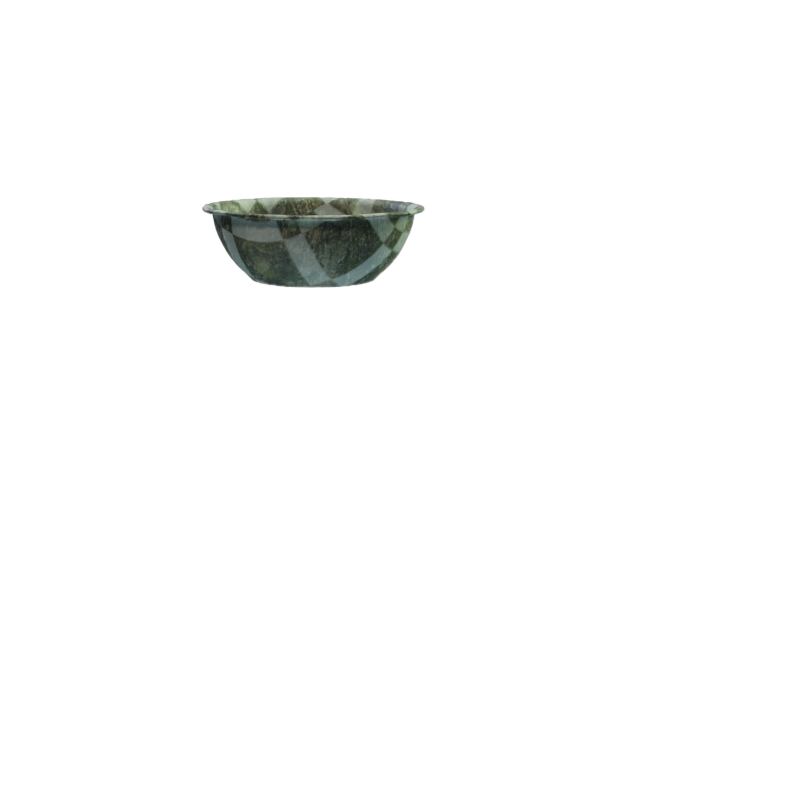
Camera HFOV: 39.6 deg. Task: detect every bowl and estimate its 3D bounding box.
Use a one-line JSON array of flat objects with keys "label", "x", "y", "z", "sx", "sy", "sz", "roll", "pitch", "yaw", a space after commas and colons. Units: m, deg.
[{"label": "bowl", "x": -0.063, "y": -0.115, "z": 0.808, "sx": 0.162, "sy": 0.054, "sz": 0.166, "roll": 0, "pitch": 13, "yaw": -2}]
